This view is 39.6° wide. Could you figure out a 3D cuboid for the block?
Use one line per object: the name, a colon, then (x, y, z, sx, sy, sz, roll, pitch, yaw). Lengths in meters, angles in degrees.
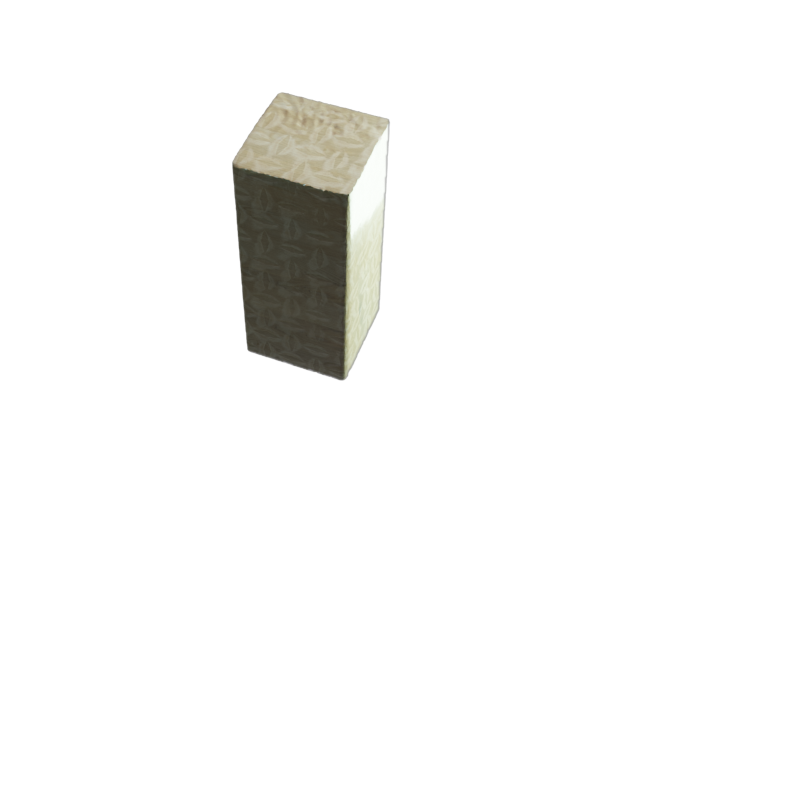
block: (-0.067, -0.122, 0.855, 0.093, 0.094, 0.192, 17, -39, 11)
